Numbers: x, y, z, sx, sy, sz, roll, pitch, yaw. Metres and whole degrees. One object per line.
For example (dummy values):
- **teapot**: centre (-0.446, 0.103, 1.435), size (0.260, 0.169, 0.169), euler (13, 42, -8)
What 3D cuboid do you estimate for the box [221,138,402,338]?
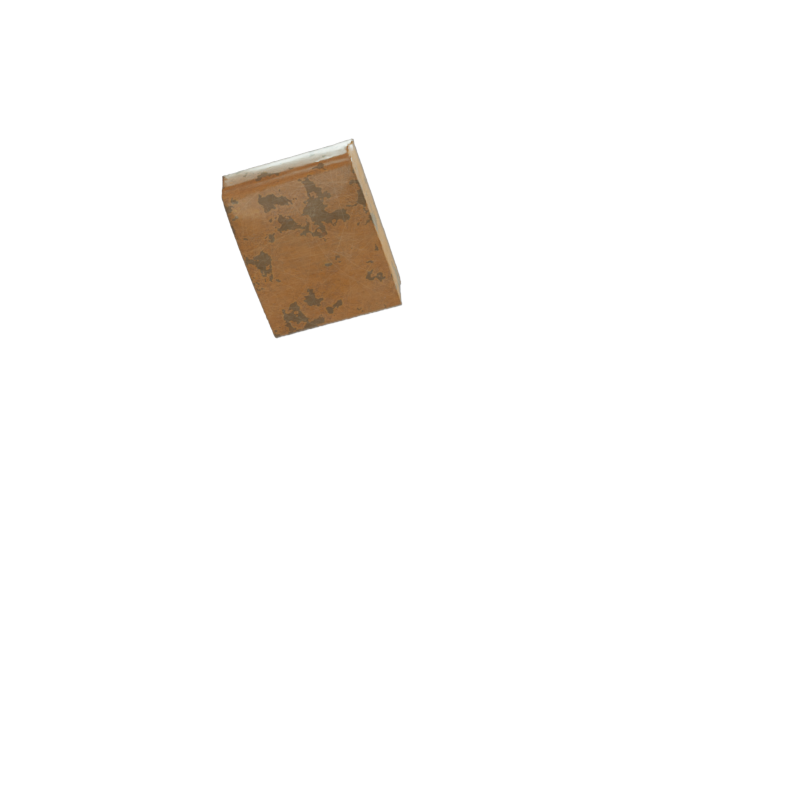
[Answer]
- **box**: centre (-0.056, -0.102, 0.715), size (0.090, 0.106, 0.041), euler (-15, 32, 9)
